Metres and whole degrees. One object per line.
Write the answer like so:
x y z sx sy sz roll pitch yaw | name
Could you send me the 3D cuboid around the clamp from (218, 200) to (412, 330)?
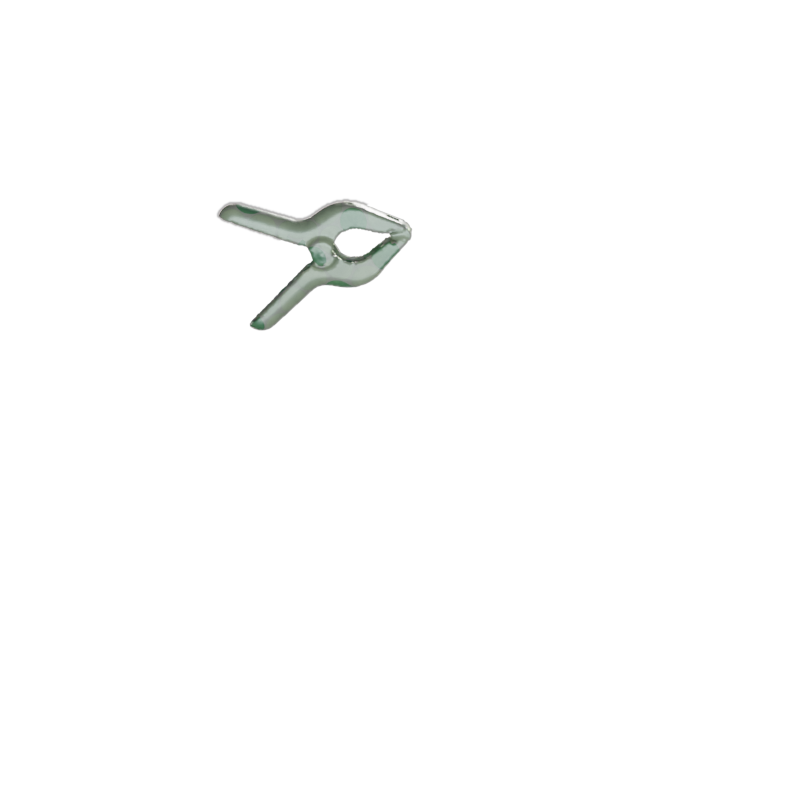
-0.078 -0.143 0.998 0.172 0.114 0.041 -21 19 7 | clamp
